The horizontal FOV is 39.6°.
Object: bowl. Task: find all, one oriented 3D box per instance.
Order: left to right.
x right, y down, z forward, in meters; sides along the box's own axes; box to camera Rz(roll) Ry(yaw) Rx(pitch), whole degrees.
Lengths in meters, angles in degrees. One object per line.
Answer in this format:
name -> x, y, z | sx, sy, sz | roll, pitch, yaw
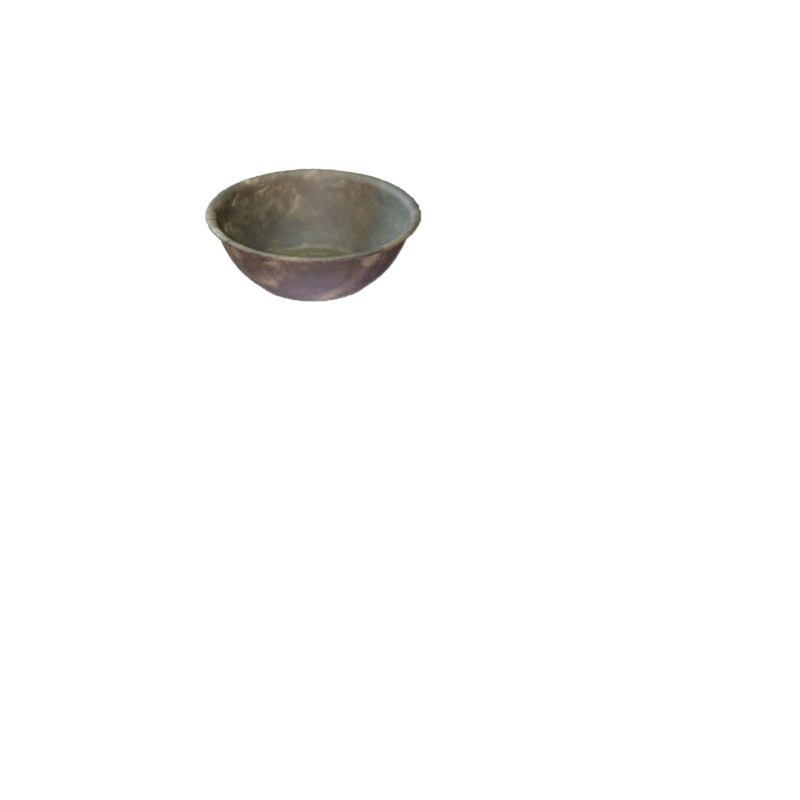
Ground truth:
bowl -> -0.066, -0.120, 0.841 | 0.162, 0.052, 0.172 | -1, 32, -2
